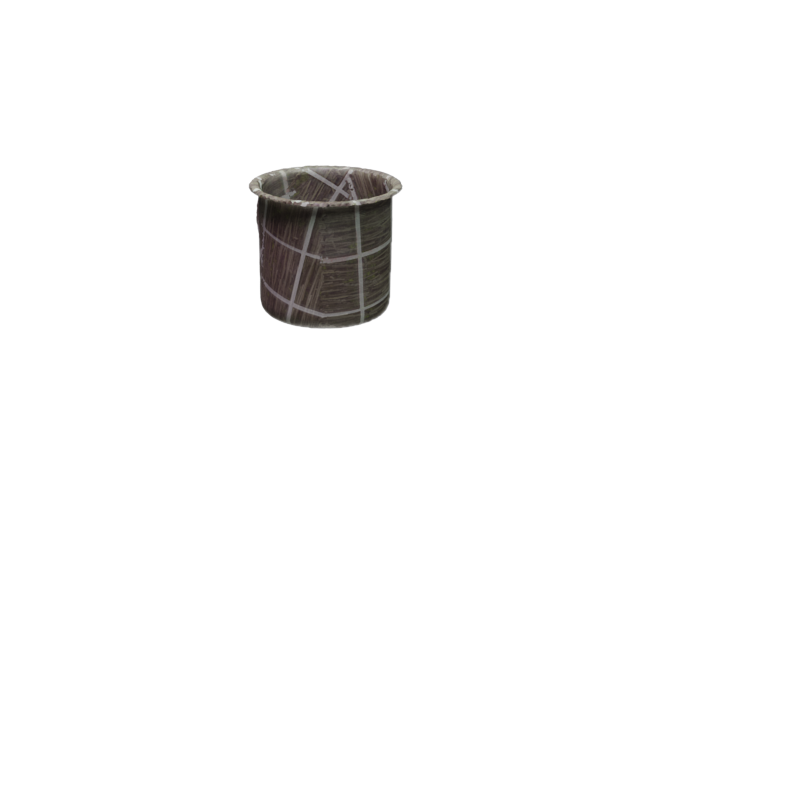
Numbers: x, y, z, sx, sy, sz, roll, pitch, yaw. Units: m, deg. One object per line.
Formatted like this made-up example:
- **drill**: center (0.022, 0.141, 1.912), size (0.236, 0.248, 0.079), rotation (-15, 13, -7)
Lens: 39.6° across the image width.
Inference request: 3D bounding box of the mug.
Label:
- **mug**: center (-0.054, -0.099, 0.694), size (0.091, 0.078, 0.125), rotation (-17, 28, -37)
